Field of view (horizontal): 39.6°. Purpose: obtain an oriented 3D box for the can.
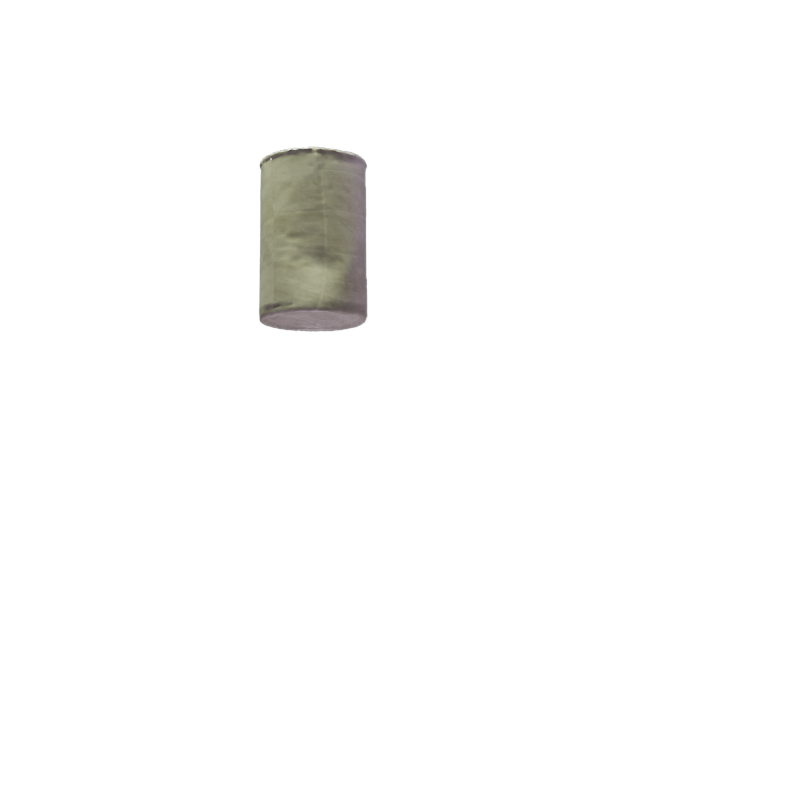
[{"bbox_3d":[-0.054,-0.099,0.690,0.068,0.106,0.066,0,-12,-2],"label":"can"}]
